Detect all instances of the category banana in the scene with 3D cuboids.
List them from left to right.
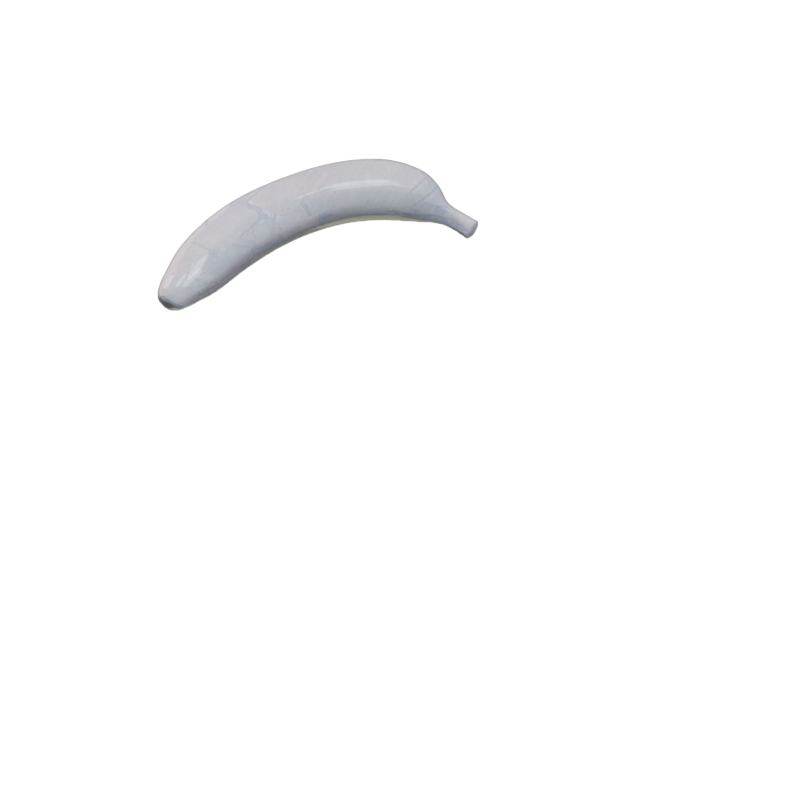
[{"bbox_3d":[-0.054,-0.106,0.654,0.196,0.034,0.075,-17,49,-16],"label":"banana"}]
